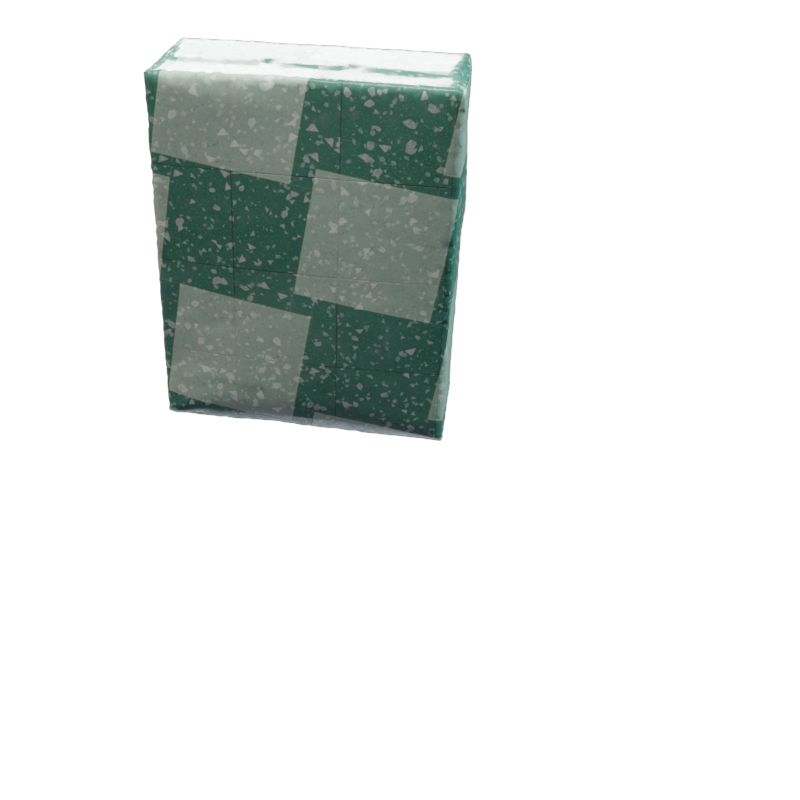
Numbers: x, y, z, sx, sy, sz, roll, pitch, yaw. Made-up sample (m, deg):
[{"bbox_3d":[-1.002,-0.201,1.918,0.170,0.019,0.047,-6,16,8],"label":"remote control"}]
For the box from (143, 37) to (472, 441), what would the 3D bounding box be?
[{"bbox_3d":[-0.049,-0.089,0.620,0.166,0.201,0.075,6,31,8],"label":"box"}]
